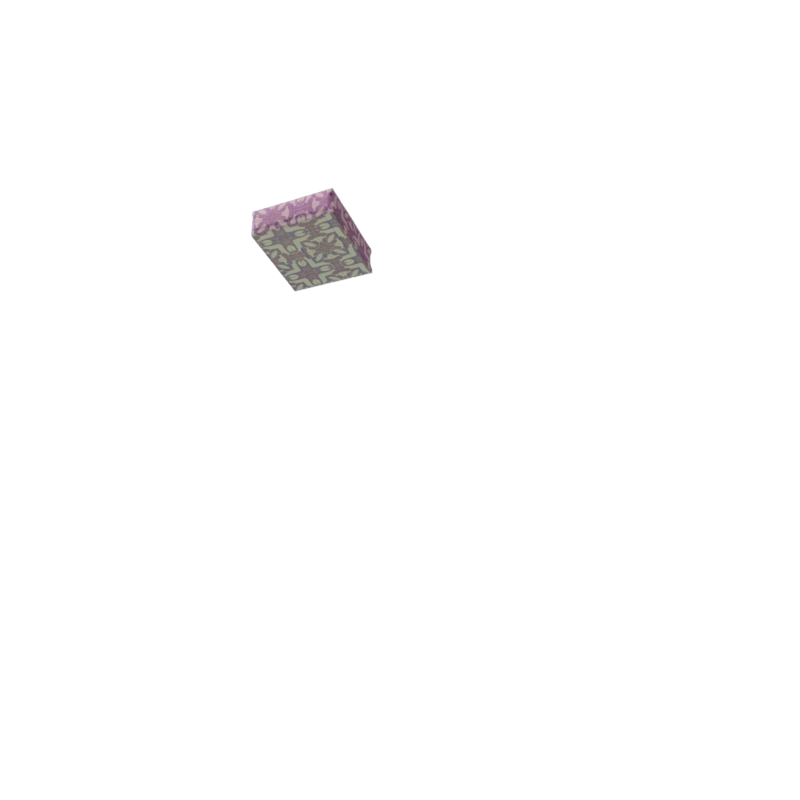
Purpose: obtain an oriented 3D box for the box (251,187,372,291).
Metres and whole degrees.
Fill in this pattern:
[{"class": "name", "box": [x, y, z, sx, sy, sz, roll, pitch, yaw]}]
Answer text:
[{"class": "box", "box": [-0.072, -0.132, 0.924, 0.074, 0.032, 0.082, -13, -35, 18]}]
